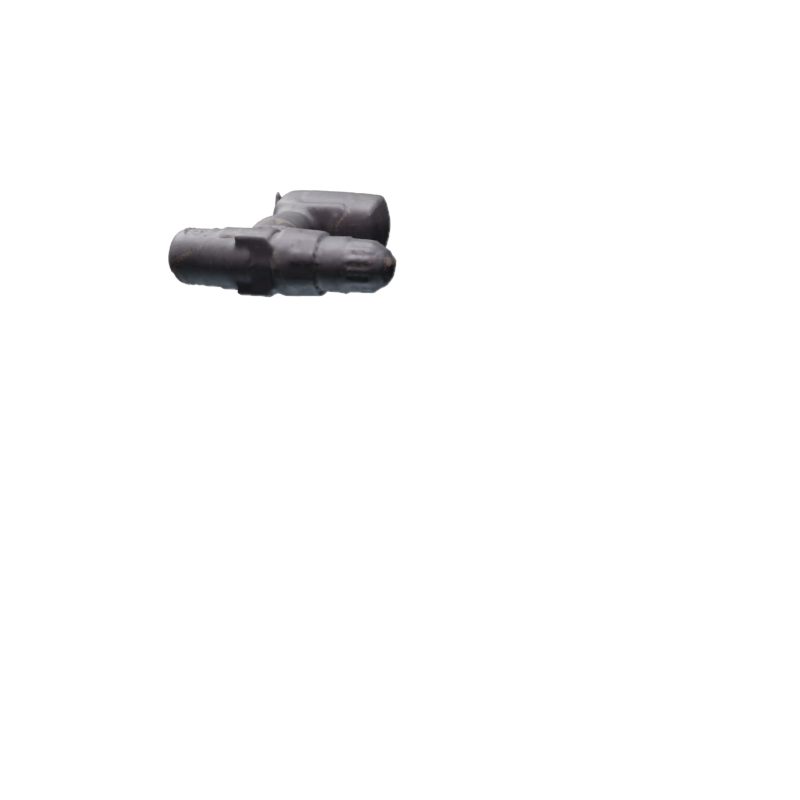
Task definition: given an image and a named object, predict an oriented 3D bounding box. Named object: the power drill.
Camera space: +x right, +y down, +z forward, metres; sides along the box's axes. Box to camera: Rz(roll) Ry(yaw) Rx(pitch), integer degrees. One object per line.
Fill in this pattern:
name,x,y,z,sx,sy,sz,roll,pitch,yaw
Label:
power drill,-0.071,-0.130,0.911,0.190,0.055,0.189,7,20,19
